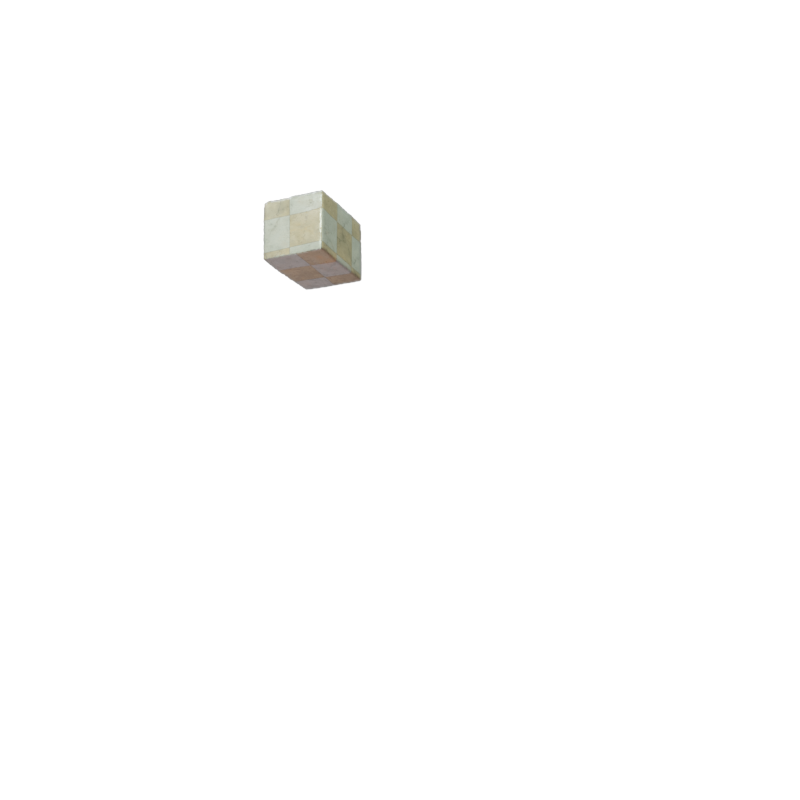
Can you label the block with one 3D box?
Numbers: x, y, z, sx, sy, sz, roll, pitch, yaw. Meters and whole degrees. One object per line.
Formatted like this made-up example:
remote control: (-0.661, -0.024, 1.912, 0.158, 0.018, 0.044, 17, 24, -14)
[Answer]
block: (-0.070, -0.127, 0.892, 0.054, 0.054, 0.073, -9, -19, 22)
